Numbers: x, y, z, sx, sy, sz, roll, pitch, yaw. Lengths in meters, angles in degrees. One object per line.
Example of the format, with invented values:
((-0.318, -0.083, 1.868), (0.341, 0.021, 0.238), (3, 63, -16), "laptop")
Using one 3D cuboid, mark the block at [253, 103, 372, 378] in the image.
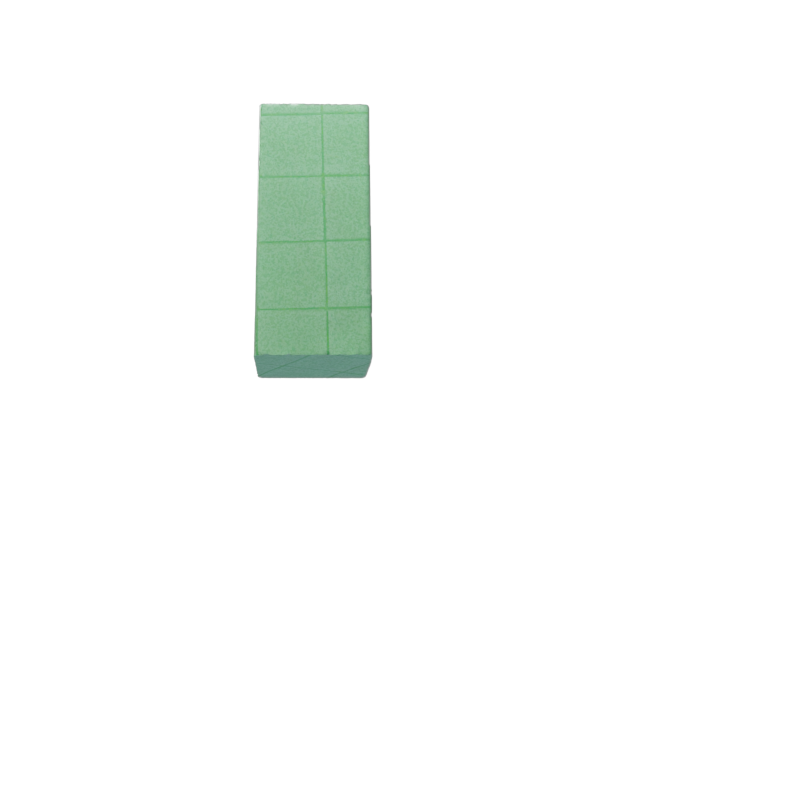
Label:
((-0.070, -0.128, 0.897), (0.090, 0.215, 0.087), (0, -17, -3), "block")
